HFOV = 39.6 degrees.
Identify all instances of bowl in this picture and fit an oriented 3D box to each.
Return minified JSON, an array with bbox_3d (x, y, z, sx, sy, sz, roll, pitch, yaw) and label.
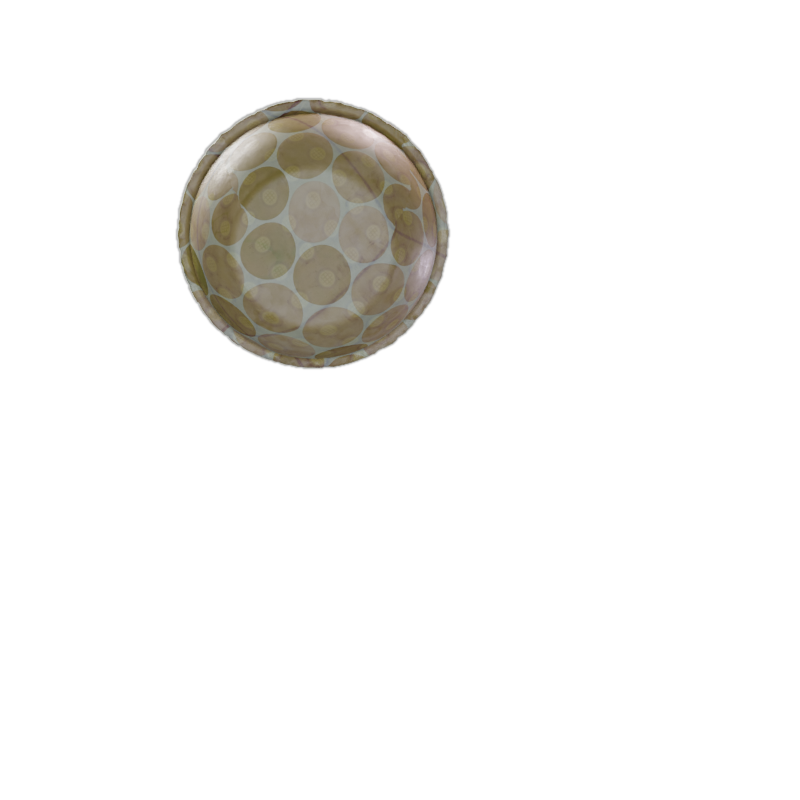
[{"bbox_3d":[-0.050,-0.091,0.635,0.162,0.159,0.056,0,9,-1],"label":"bowl"}]
